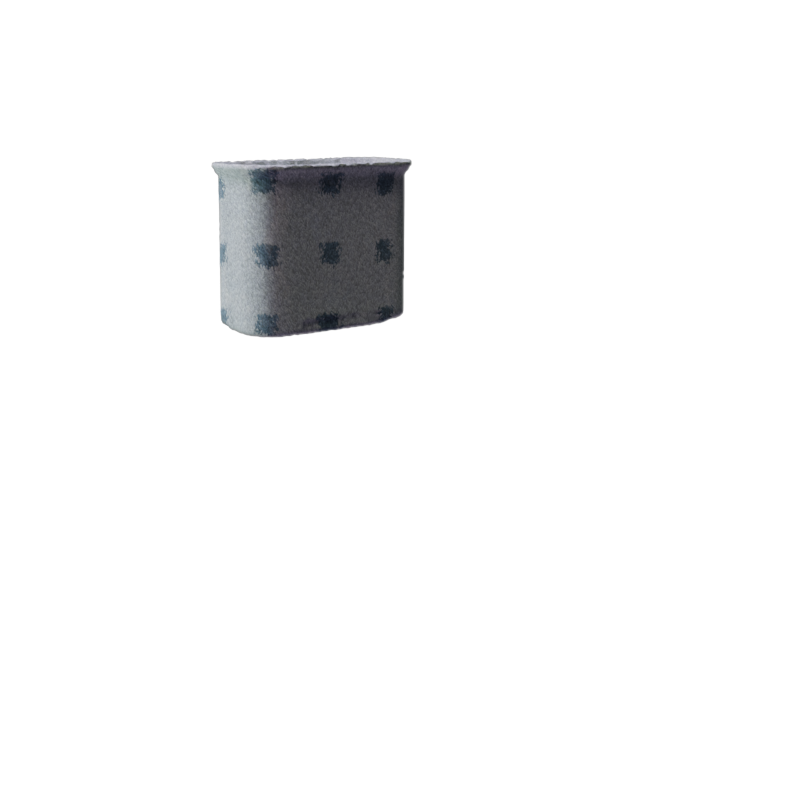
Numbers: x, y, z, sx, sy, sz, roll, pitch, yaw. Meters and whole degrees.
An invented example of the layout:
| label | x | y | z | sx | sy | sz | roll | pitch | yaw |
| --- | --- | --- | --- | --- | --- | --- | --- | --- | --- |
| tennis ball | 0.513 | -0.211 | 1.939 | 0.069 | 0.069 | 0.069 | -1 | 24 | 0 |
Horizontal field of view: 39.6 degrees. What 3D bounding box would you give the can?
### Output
| label | x | y | z | sx | sy | sz | roll | pitch | yaw |
| --- | --- | --- | --- | --- | --- | --- | --- | --- | --- |
| can | -0.045 | -0.081 | 0.569 | 0.099 | 0.082 | 0.060 | -8 | 13 | -35 |
